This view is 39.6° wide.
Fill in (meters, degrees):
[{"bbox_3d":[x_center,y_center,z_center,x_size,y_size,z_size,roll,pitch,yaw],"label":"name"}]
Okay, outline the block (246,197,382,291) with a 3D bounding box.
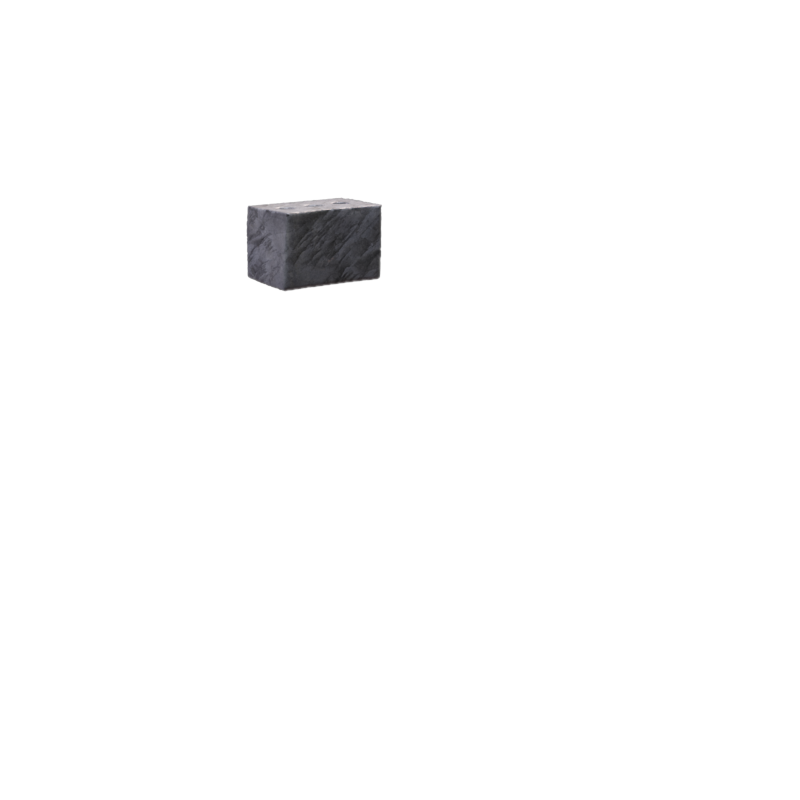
[{"bbox_3d":[-0.058,-0.107,0.747,0.076,0.050,0.056,-10,18,-35],"label":"block"}]
